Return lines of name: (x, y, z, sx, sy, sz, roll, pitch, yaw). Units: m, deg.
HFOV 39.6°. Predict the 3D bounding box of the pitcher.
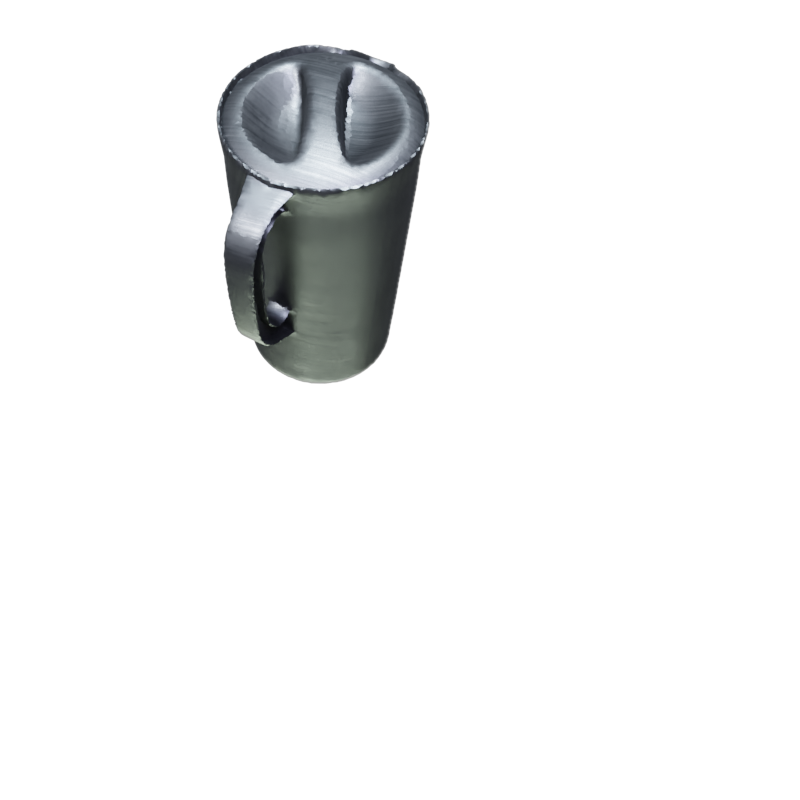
pitcher: (-0.061, -0.110, 0.774, 0.148, 0.156, 0.227, -14, -34, -13)
